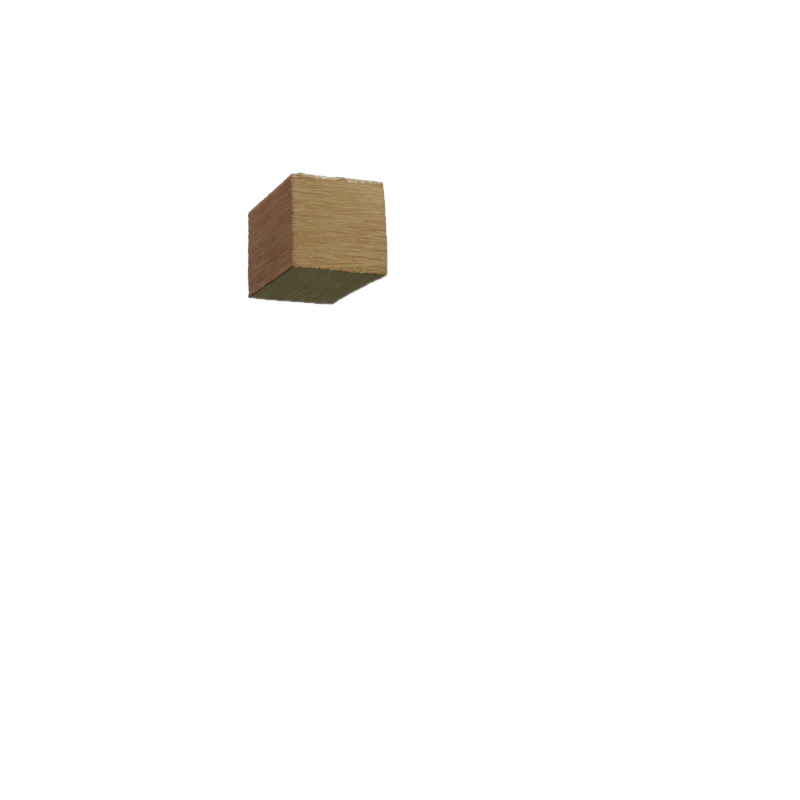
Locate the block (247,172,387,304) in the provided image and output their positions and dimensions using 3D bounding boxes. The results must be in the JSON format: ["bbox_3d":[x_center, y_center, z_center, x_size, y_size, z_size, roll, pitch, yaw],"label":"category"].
[{"bbox_3d":[-0.046,-0.084,0.591,0.051,0.053,0.078,4,-10,-24],"label":"block"}]
